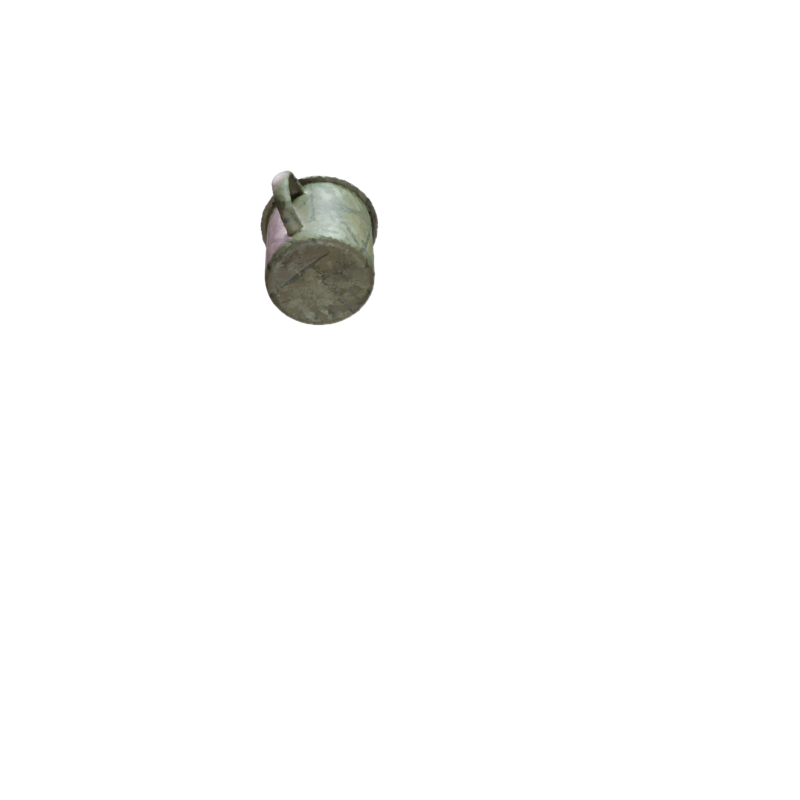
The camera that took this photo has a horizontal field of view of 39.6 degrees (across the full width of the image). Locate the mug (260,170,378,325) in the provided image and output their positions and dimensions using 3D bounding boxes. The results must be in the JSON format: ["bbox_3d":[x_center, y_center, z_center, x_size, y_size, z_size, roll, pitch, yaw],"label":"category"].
[{"bbox_3d":[-0.066,-0.120,0.837,0.094,0.109,0.087,-19,34,11],"label":"mug"}]
